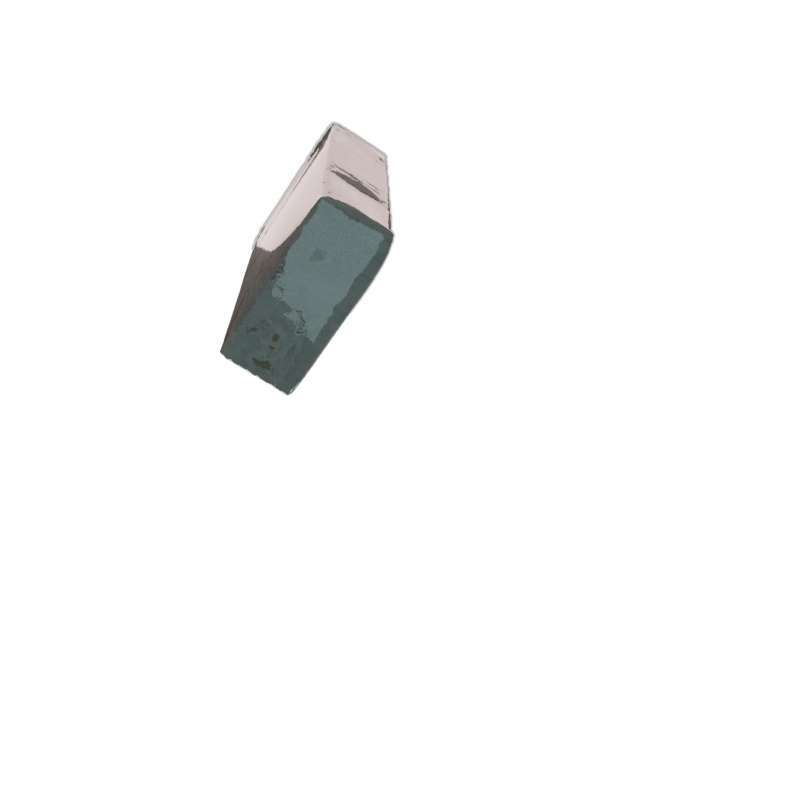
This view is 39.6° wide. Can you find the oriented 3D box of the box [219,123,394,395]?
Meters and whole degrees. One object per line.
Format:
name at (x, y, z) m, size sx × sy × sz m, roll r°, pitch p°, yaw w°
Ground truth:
box at (-0.046, -0.083, 0.582) m, size 0.047 × 0.092 × 0.185 m, roll 31°, pitch 18°, yaw -16°
